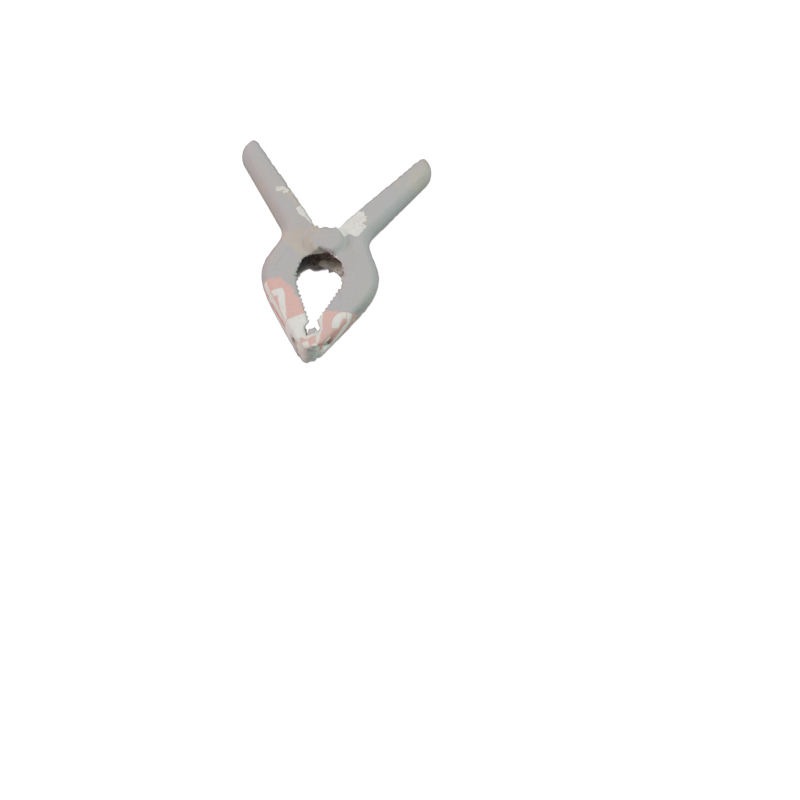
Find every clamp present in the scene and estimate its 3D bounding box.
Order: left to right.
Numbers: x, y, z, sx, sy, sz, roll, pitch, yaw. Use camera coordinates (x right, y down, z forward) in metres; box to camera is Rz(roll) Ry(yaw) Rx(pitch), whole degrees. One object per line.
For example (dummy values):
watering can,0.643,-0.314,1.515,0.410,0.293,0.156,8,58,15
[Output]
clamp,-0.072,-0.131,0.921,0.167,0.221,0.034,11,-31,6
